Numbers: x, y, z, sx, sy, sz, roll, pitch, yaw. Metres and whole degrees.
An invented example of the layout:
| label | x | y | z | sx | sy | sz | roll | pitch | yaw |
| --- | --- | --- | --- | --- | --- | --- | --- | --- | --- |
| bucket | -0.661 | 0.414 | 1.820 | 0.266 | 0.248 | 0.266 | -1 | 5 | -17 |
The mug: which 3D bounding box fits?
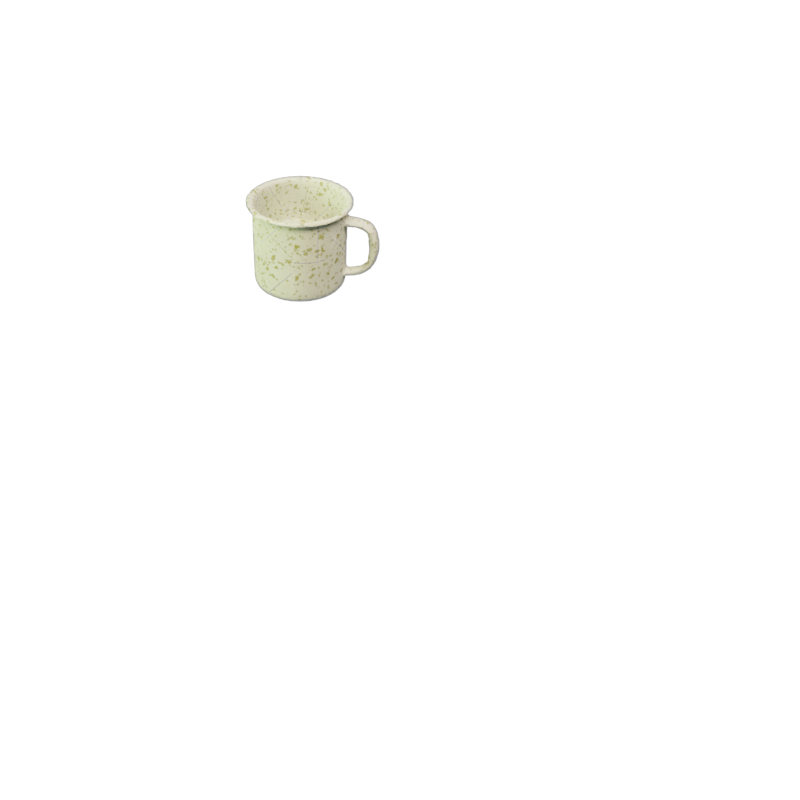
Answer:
| label | x | y | z | sx | sy | sz | roll | pitch | yaw |
| --- | --- | --- | --- | --- | --- | --- | --- | --- | --- |
| mug | -0.076 | -0.138 | 0.969 | 0.119 | 0.076 | 0.098 | 7 | 34 | 8 |
